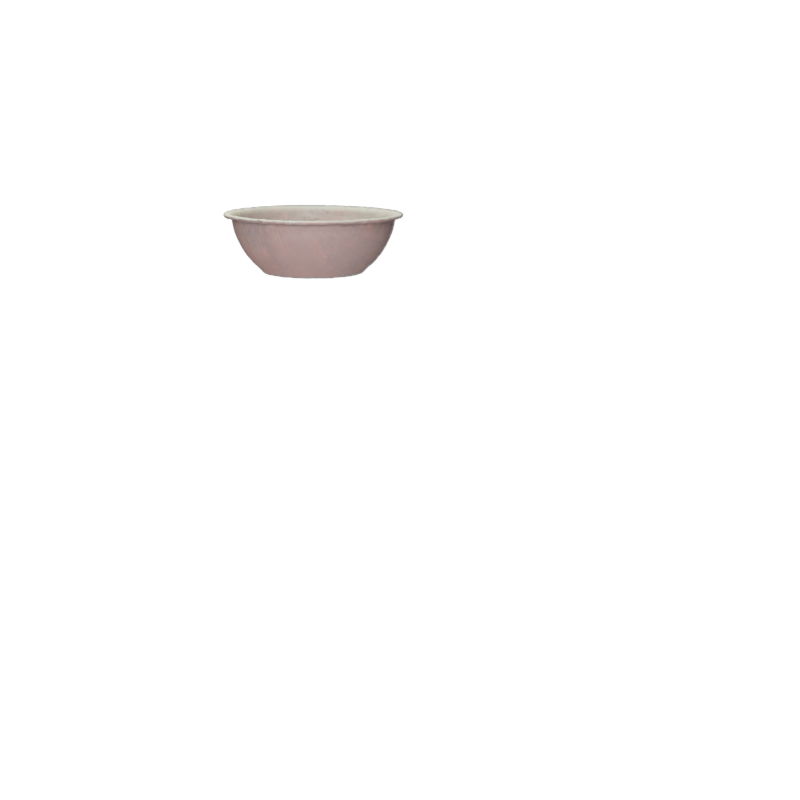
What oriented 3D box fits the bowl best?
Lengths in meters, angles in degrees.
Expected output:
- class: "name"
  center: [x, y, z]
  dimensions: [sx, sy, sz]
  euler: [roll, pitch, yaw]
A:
- class: "bowl"
  center: [-0.078, -0.143, 0.999]
  dimensions: [0.162, 0.054, 0.166]
  euler: [0, 13, -2]
